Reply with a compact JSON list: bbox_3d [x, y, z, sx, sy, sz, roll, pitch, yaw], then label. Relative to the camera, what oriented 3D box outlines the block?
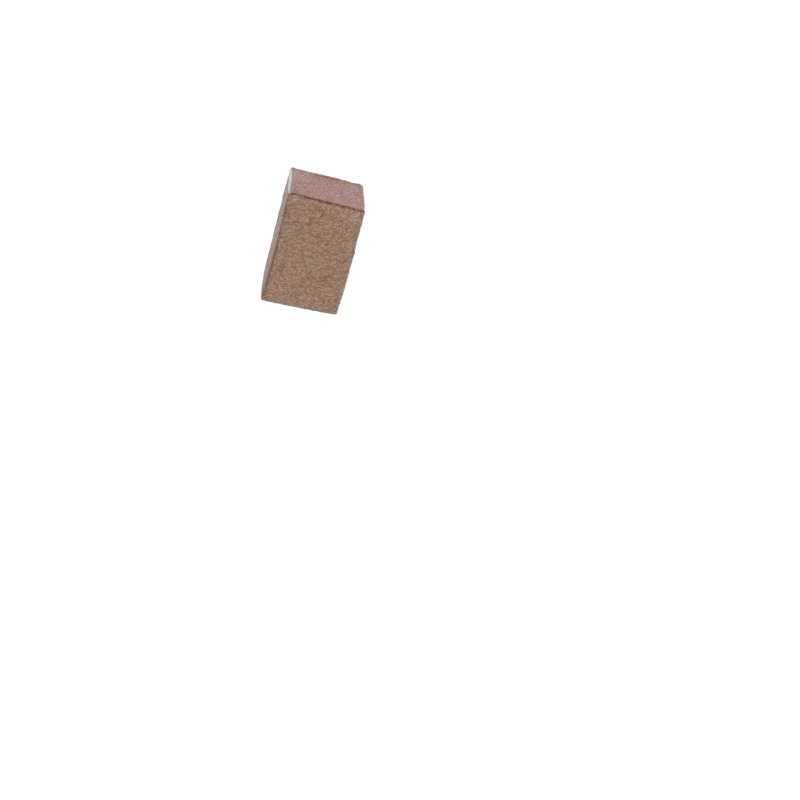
[{"bbox_3d":[-0.057,-0.105,0.734,0.052,0.075,0.054,14,23,-9],"label":"block"}]
